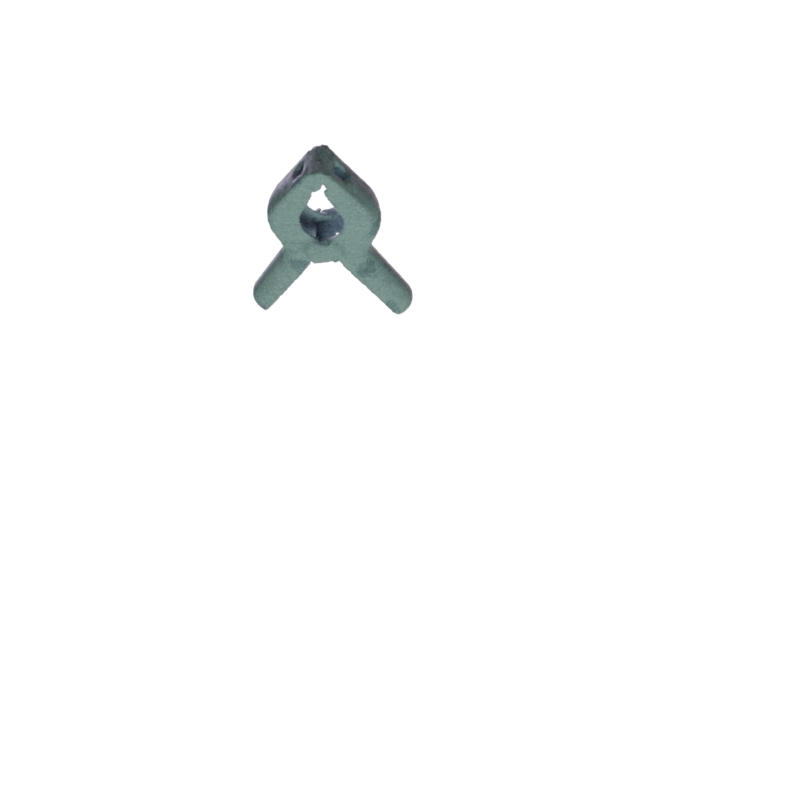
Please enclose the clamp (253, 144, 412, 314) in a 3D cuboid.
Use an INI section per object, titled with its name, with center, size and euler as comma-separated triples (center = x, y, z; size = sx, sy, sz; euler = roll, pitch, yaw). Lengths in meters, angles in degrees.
[clamp]
center = -0.062, -0.113, 0.794
size = 0.121, 0.042, 0.158
euler = -7, -38, 8
